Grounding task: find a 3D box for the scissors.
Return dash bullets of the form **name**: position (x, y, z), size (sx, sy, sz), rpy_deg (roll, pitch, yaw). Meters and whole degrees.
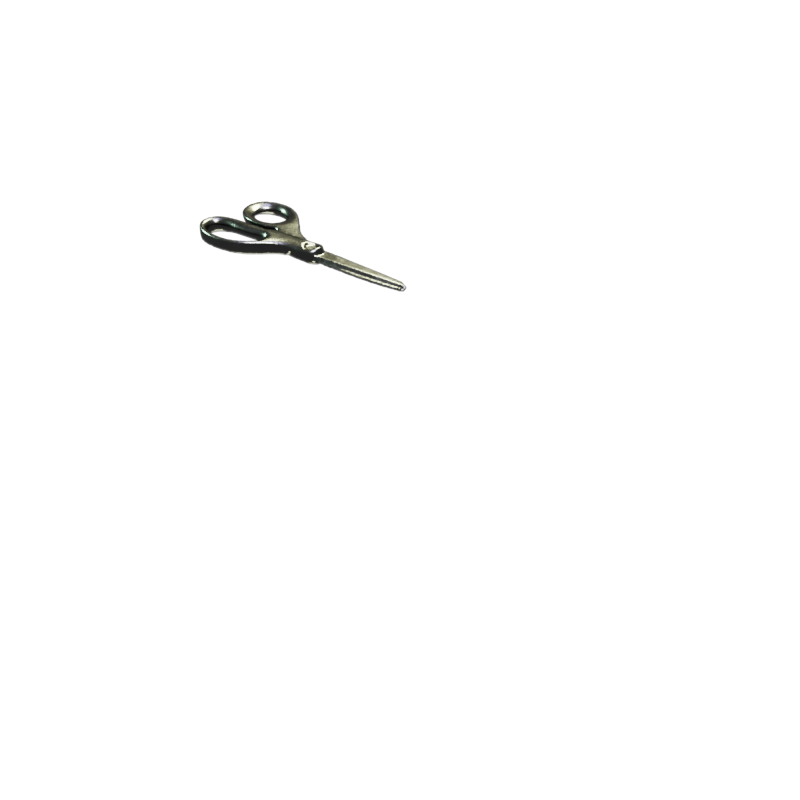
- **scissors**: position (-0.074, -0.135, 0.947), size (0.209, 0.015, 0.099), rpy_deg (14, 36, 20)
